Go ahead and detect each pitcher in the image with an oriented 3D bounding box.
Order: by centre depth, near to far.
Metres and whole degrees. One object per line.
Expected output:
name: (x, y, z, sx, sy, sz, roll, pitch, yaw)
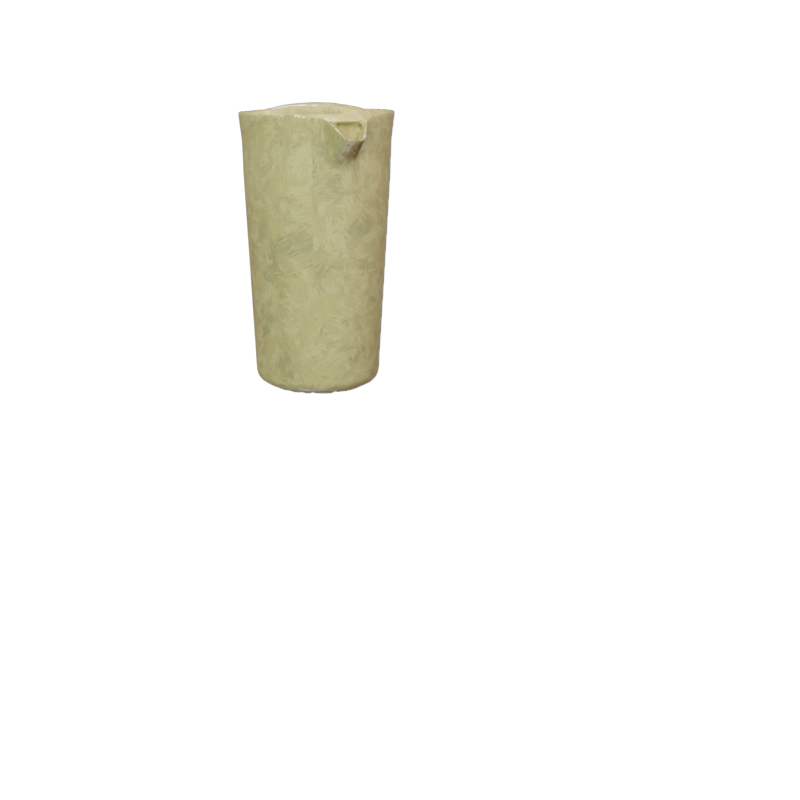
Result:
pitcher: (-0.076, -0.139, 0.971, 0.149, 0.237, 0.149, 5, 12, 19)
